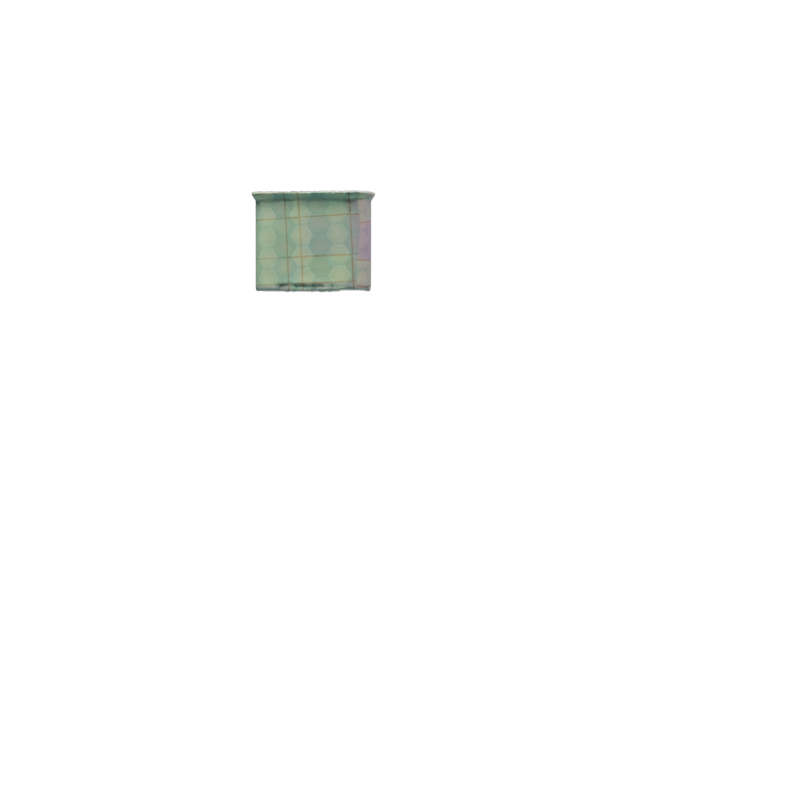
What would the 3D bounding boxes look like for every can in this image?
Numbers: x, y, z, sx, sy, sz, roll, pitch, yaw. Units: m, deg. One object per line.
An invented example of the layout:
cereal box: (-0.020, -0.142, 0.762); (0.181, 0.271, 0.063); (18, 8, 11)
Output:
can: (-0.073, -0.134, 0.937); (0.104, 0.084, 0.057); (1, 2, 12)
